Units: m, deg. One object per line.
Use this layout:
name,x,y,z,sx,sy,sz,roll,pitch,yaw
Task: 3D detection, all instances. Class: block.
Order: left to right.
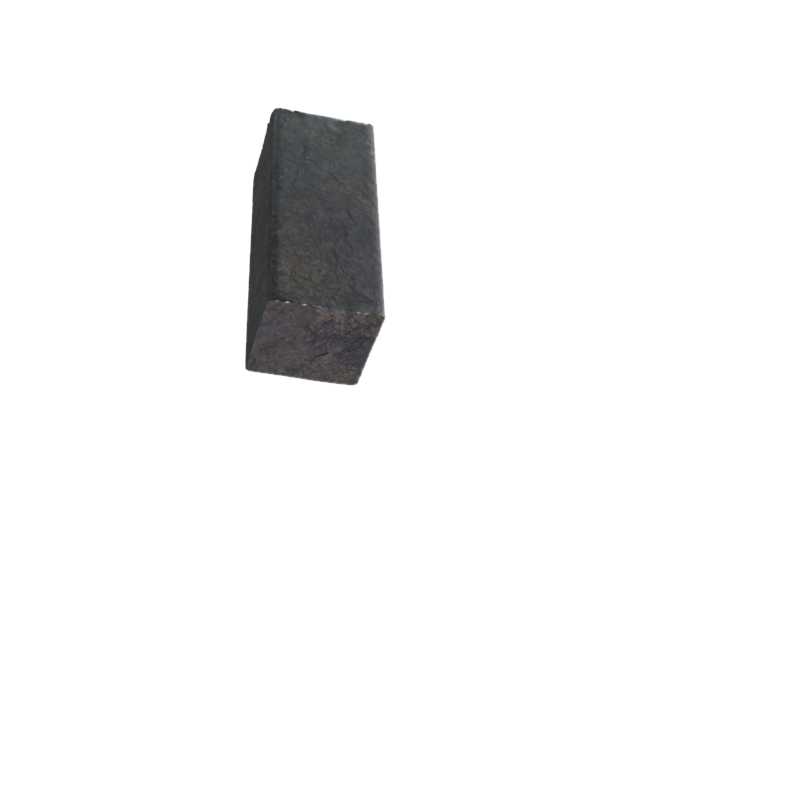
block,-0.070,-0.126,0.885,0.088,0.221,0.086,8,-40,-13
